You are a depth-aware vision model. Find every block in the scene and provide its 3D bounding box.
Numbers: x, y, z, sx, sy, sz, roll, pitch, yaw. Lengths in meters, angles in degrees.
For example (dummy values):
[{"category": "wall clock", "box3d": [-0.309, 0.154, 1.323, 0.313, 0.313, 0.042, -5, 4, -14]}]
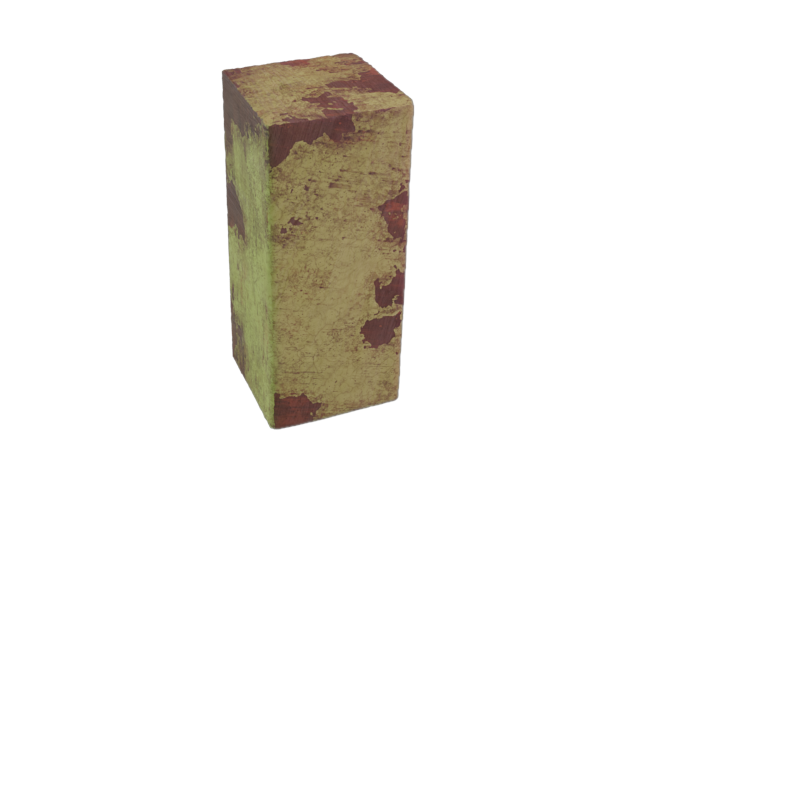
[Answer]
[{"category": "block", "box3d": [-0.053, -0.098, 0.686, 0.089, 0.194, 0.098, -11, 34, -20]}]
